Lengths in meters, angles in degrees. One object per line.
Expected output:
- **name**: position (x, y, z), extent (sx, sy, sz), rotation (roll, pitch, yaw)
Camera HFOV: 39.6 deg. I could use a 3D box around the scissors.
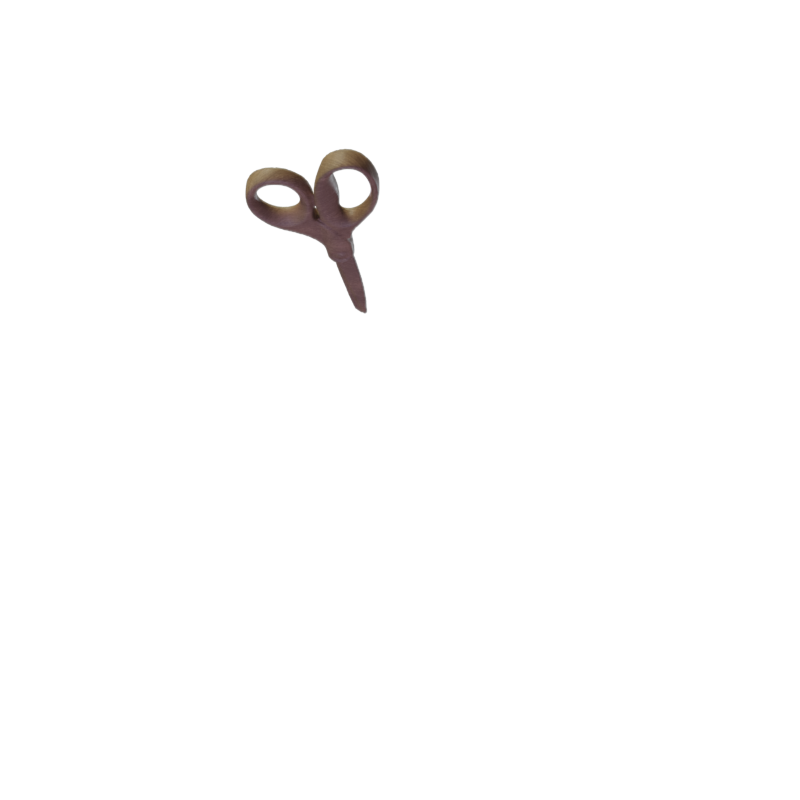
- **scissors**: position (-0.060, -0.110, 0.772), extent (0.095, 0.017, 0.191), rotation (3, -26, -6)
